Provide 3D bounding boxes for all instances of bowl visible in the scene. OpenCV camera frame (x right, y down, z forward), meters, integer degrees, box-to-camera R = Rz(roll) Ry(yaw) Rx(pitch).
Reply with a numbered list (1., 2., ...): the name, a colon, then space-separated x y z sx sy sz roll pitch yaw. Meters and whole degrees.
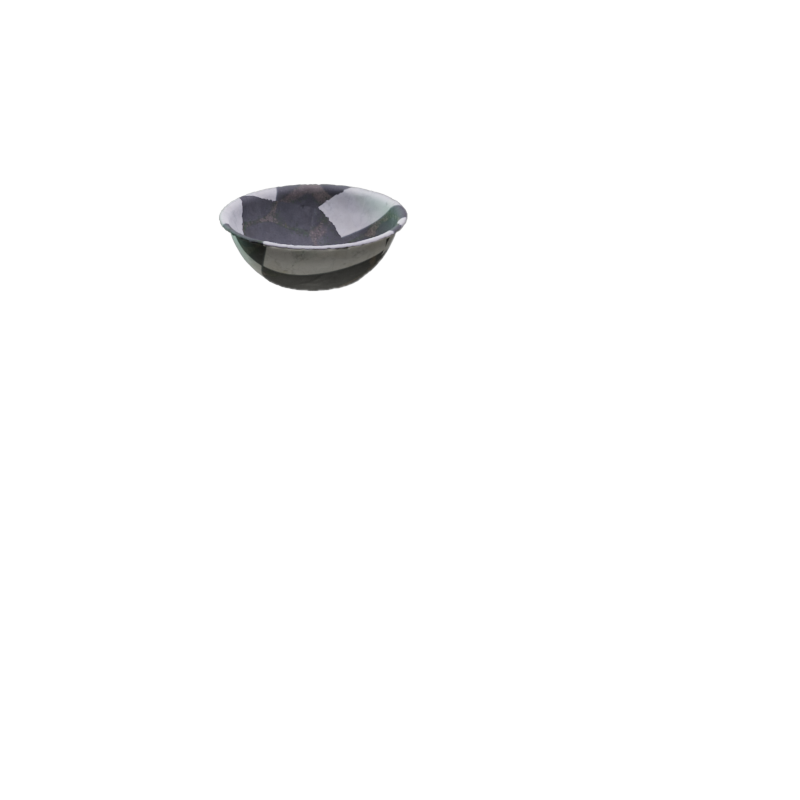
1. bowl: -0.075 -0.137 0.961 0.162 0.052 0.171 -1 27 -2
